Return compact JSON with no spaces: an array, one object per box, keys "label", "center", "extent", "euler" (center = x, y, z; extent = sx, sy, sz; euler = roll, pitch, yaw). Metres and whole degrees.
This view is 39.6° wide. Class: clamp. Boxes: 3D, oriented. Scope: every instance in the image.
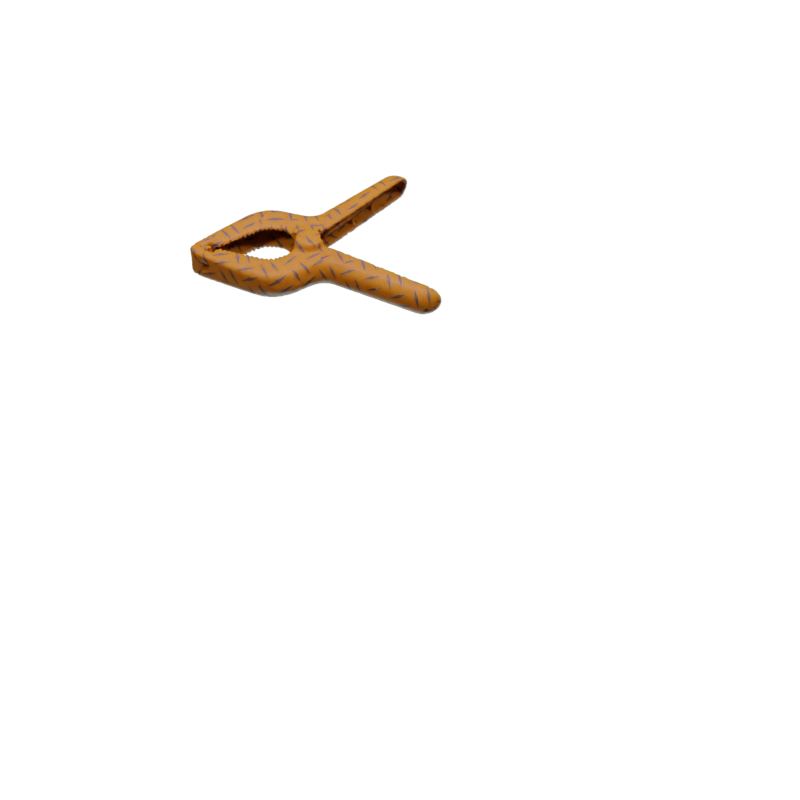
[{"label":"clamp","center":[-0.076,-0.138,0.968],"extent":[0.210,0.177,0.034],"euler":[-1,-44,-1]}]
